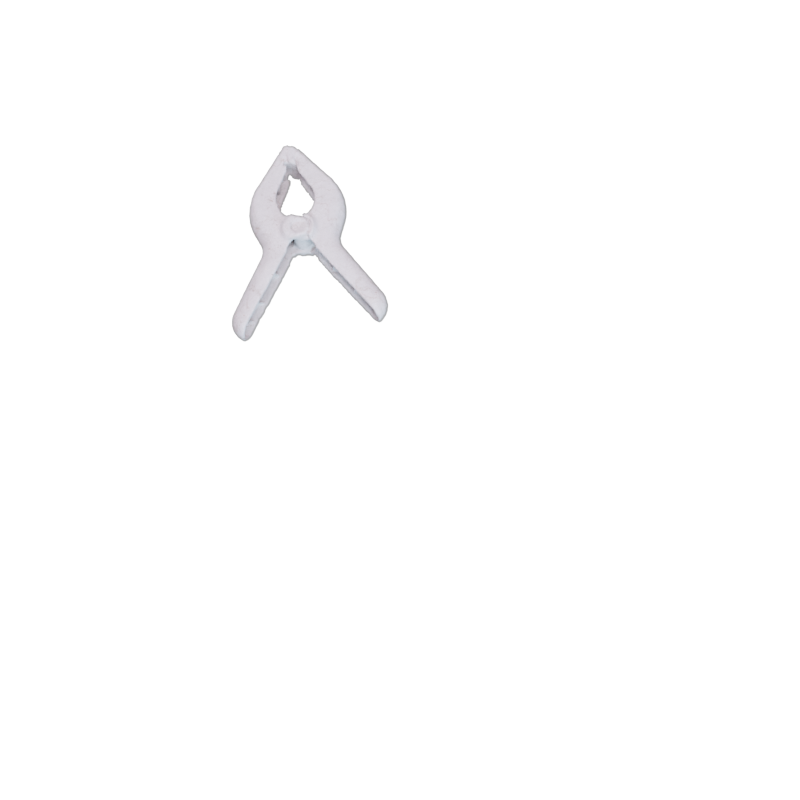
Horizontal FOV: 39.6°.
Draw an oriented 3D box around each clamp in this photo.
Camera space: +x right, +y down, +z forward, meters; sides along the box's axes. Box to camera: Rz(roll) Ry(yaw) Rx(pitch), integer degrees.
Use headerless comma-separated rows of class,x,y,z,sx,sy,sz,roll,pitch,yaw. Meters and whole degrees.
clamp,-0.070,-0.127,0.891,0.120,0.181,0.037,1,-25,0
